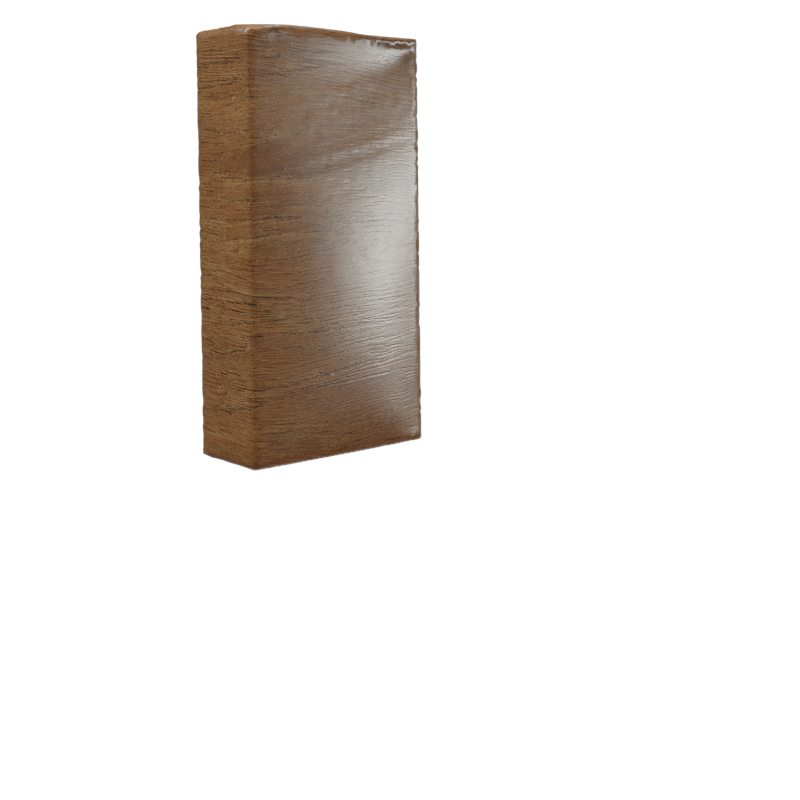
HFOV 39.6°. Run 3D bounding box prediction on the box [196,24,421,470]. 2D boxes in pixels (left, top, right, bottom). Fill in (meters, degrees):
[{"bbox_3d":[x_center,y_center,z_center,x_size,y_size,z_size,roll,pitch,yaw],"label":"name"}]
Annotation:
[{"bbox_3d":[-0.037,-0.067,0.470,0.090,0.174,0.050,-5,7,-40],"label":"box"}]
